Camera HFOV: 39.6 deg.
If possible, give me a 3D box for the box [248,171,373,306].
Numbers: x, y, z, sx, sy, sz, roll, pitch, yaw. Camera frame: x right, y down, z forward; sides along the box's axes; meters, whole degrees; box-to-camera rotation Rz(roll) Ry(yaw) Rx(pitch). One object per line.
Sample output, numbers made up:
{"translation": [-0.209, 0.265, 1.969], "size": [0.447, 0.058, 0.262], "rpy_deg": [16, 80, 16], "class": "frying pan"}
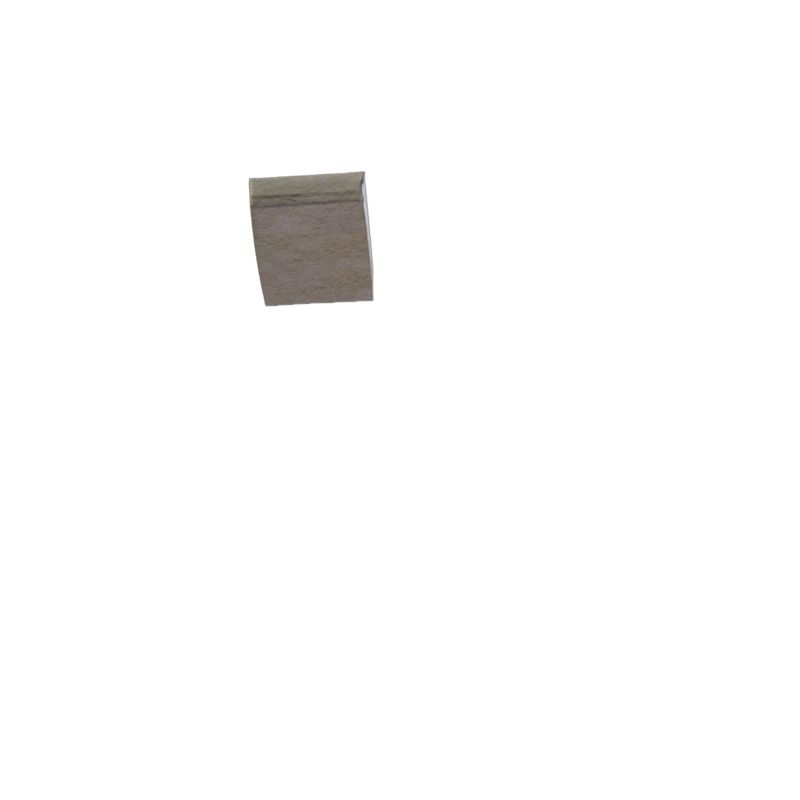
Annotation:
{"translation": [-0.068, -0.123, 0.863], "size": [0.090, 0.042, 0.105], "rpy_deg": [-3, -40, 2], "class": "box"}
